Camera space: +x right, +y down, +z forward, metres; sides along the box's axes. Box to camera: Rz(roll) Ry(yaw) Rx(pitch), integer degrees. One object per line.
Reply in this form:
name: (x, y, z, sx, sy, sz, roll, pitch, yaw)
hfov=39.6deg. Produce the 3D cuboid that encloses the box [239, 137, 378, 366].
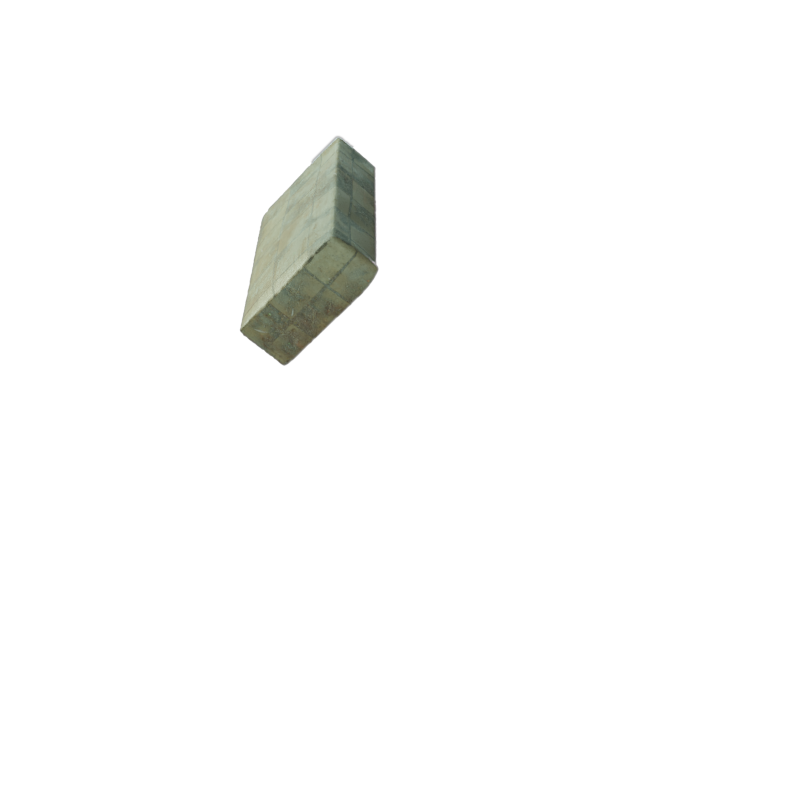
box: (-0.060, -0.109, 0.765, 0.046, 0.092, 0.188, 38, 23, -24)
